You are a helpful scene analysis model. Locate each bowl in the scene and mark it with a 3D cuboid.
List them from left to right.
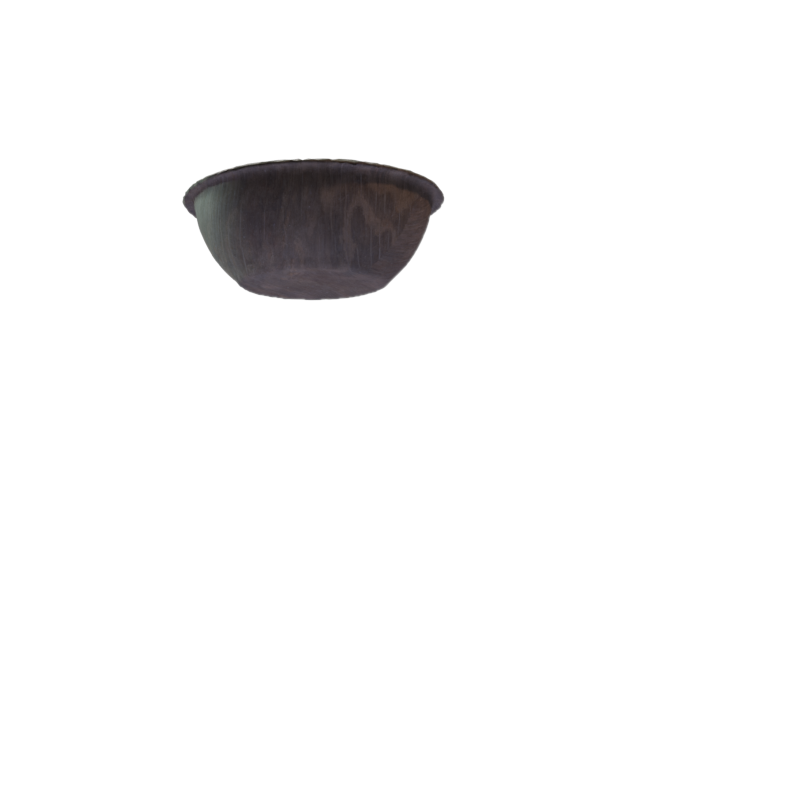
[{"bbox_3d":[-0.053,-0.098,0.683,0.162,0.057,0.158,0,-8,-2],"label":"bowl"}]
